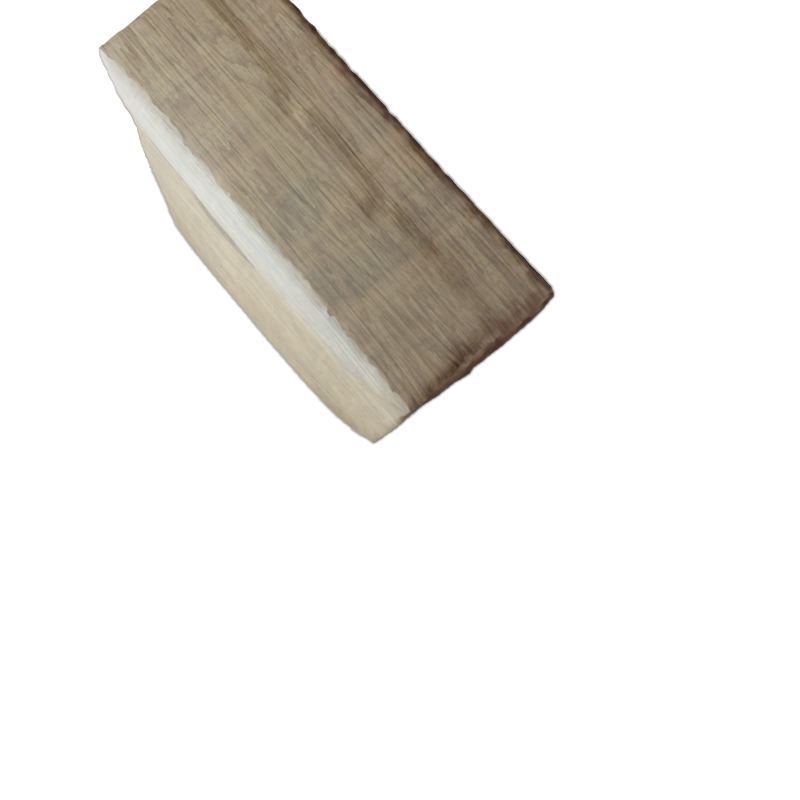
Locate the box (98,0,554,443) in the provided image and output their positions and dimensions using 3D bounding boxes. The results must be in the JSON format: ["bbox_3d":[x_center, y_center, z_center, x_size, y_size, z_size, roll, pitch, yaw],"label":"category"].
[{"bbox_3d":[-0.036,-0.066,0.462,0.072,0.168,0.209,-40,-4,-7],"label":"box"}]
